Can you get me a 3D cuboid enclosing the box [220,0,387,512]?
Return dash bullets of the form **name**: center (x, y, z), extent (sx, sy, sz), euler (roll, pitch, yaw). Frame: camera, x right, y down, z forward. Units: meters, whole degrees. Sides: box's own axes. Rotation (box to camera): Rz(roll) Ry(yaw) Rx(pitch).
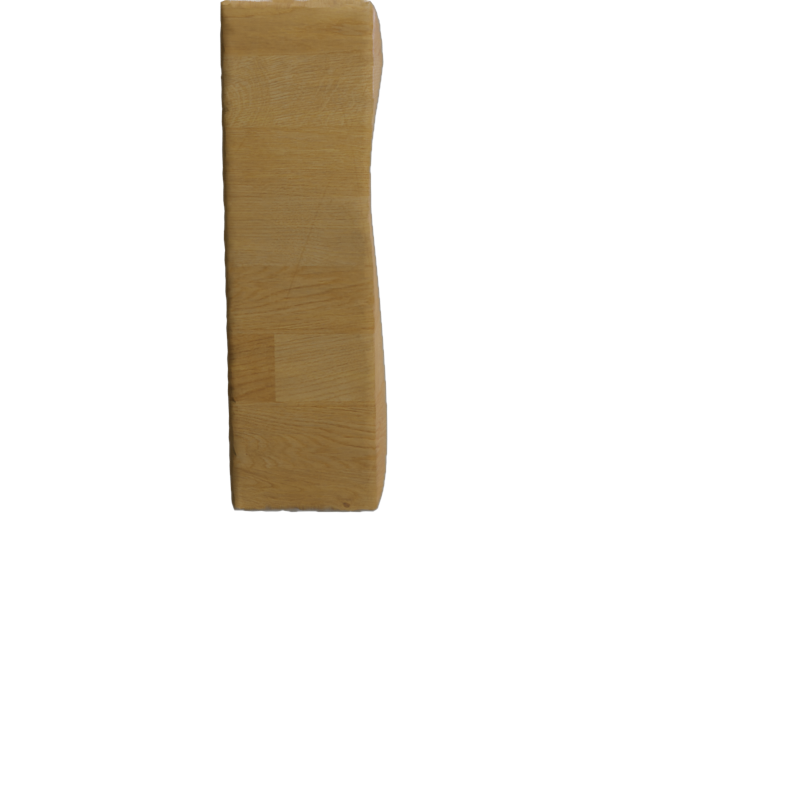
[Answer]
- **box**: center (-0.042, -0.076, 0.532), extent (0.072, 0.210, 0.167), euler (0, 9, -1)
